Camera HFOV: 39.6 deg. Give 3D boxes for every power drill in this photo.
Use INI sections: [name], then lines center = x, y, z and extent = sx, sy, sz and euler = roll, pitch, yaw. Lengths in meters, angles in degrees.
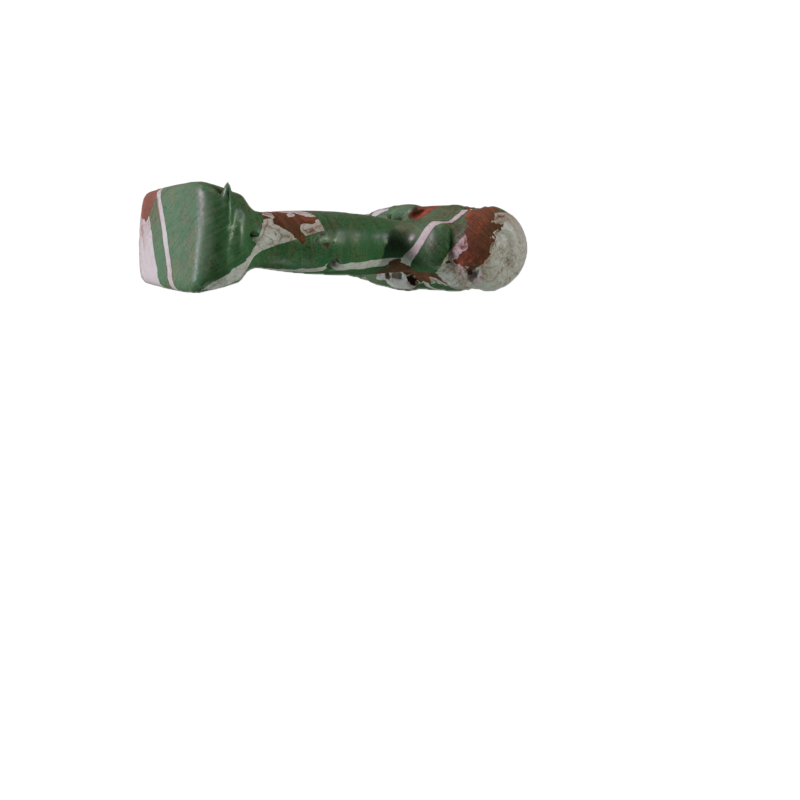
[power drill]
center = -0.050, -0.091, 0.636
extent = 0.182, 0.057, 0.191
euler = -3, 6, -27
